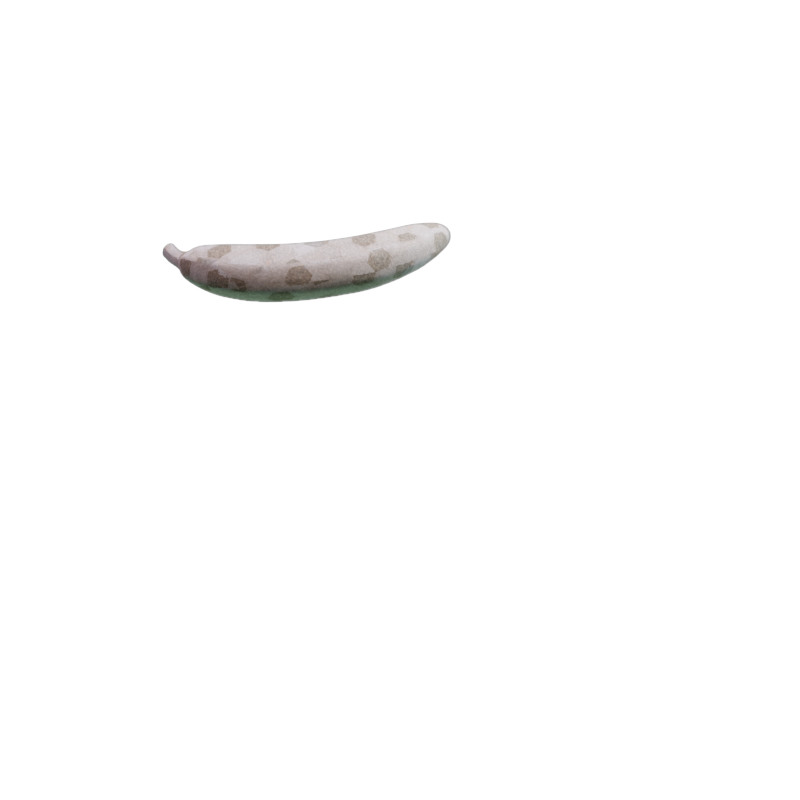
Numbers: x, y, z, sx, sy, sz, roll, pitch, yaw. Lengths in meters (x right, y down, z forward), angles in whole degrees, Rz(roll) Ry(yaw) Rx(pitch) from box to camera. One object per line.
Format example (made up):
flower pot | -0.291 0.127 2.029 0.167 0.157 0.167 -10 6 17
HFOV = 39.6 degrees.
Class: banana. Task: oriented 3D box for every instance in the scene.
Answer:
banana | -0.060 -0.094 0.735 0.197 0.034 0.075 -3 40 -3
